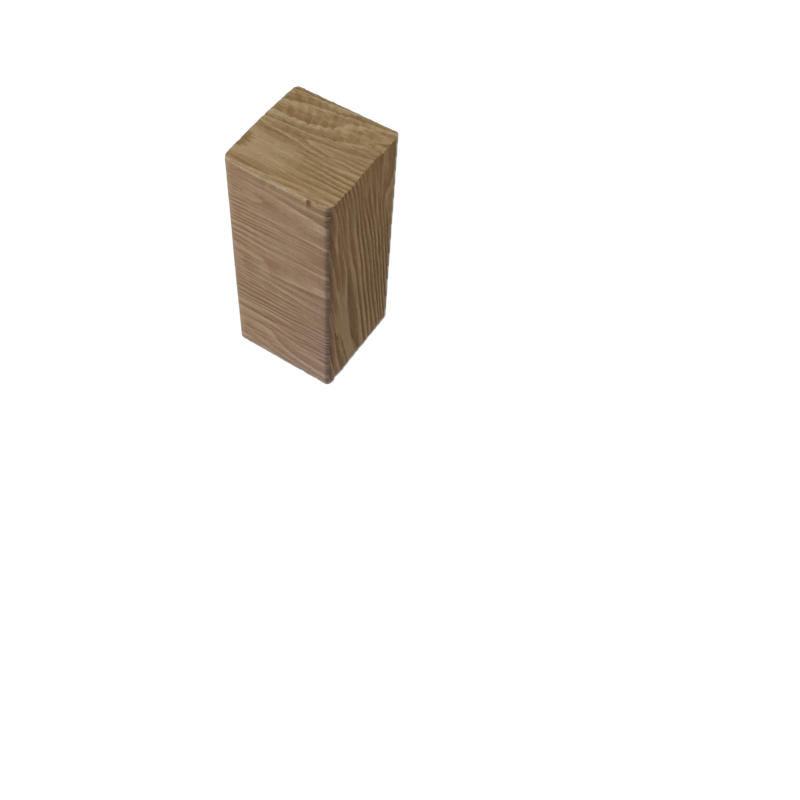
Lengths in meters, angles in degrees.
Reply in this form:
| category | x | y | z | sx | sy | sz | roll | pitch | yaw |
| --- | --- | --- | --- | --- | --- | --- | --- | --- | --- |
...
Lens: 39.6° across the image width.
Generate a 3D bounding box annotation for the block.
| category | x | y | z | sx | sy | sz | roll | pitch | yaw |
| --- | --- | --- | --- | --- | --- | --- | --- | --- | --- |
| block | -0.066 | -0.118 | 0.831 | 0.095 | 0.092 | 0.193 | 29 | -32 | 16 |
